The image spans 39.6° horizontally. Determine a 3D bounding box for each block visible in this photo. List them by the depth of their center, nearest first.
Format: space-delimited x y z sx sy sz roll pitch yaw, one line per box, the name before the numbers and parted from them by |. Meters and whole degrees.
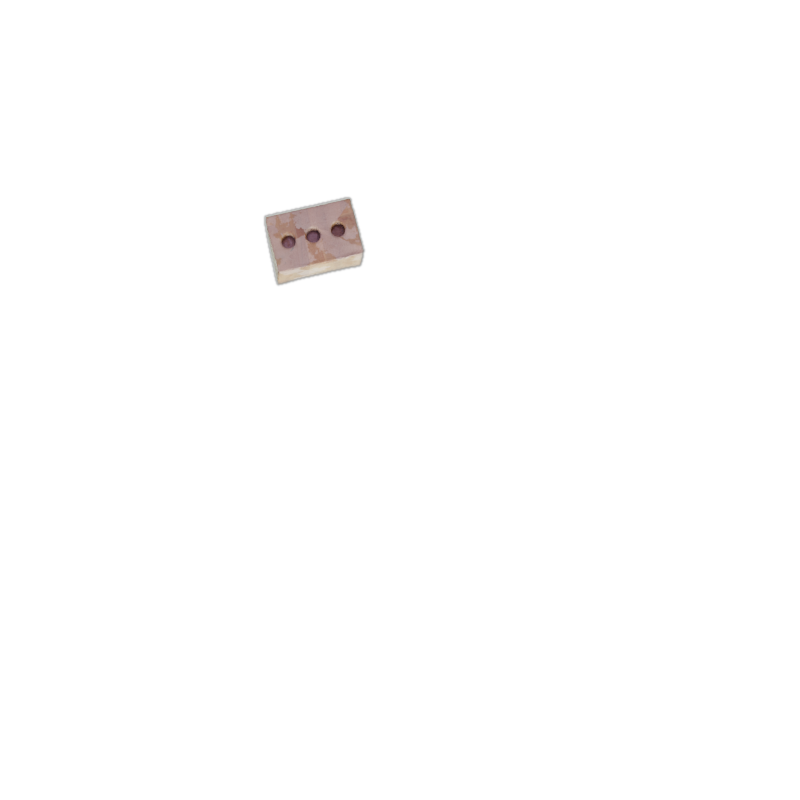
block | -0.076 -0.138 0.969 0.078 0.054 0.050 -14 -9 -4
